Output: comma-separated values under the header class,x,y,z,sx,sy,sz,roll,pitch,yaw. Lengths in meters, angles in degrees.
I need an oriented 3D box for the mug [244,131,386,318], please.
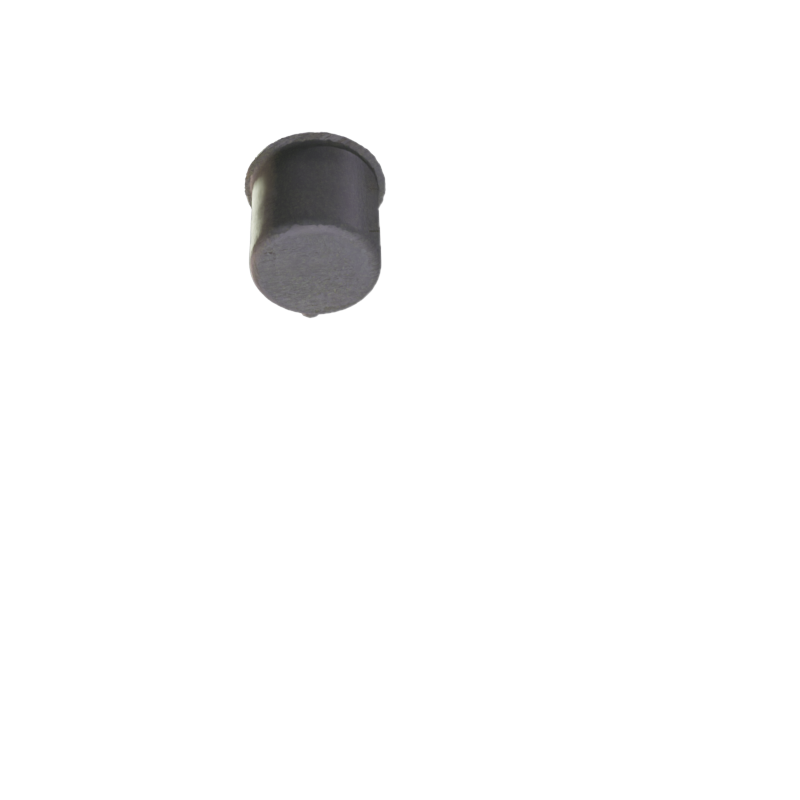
class,x,y,z,sx,sy,sz,roll,pitch,yaw
mug,-0.056,-0.102,0.711,0.092,0.088,0.110,4,-43,-7
